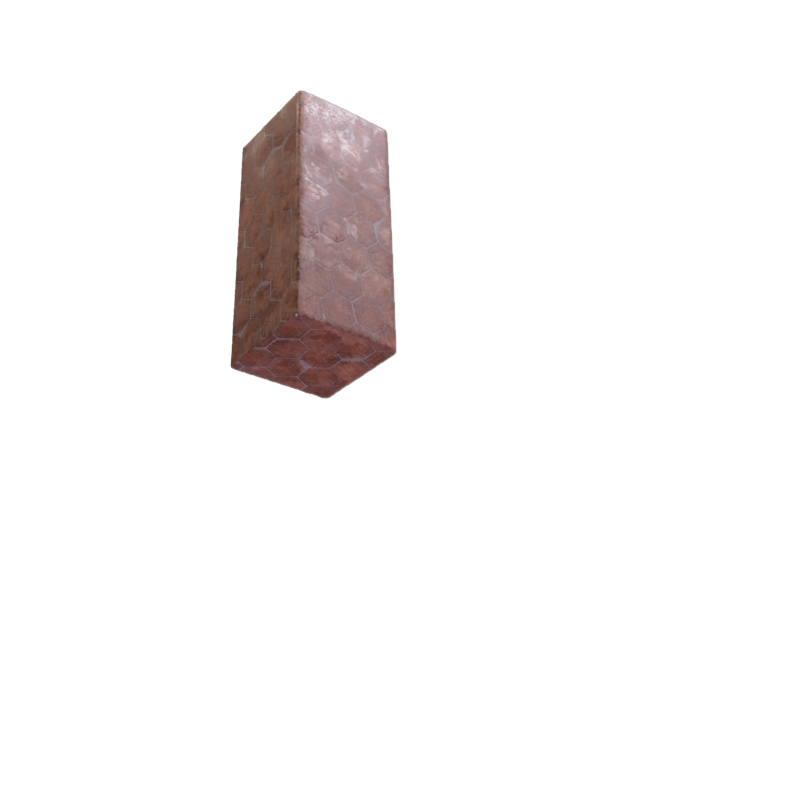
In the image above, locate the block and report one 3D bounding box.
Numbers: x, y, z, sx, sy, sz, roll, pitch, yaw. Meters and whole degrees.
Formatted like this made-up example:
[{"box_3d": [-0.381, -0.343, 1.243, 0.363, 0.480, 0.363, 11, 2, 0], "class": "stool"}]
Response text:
[{"box_3d": [-0.066, -0.121, 0.849, 0.085, 0.220, 0.089, 21, -39, -31], "class": "block"}]
